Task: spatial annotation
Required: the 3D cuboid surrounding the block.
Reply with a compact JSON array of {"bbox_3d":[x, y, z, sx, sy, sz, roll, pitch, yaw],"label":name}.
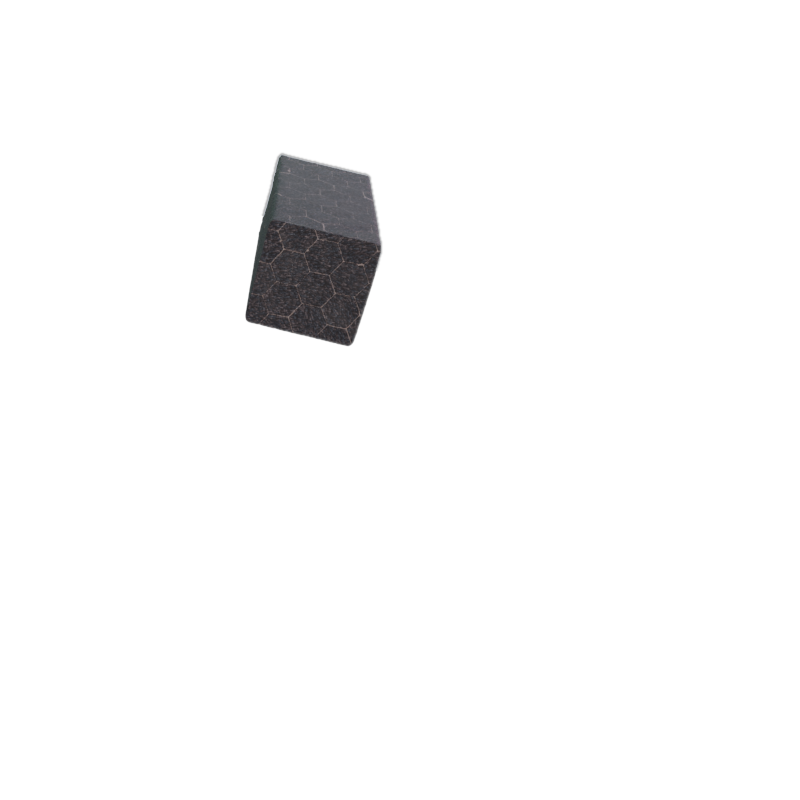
[{"bbox_3d":[-0.075,-0.136,0.954,0.089,0.087,0.217,13,23,-10],"label":"block"}]
